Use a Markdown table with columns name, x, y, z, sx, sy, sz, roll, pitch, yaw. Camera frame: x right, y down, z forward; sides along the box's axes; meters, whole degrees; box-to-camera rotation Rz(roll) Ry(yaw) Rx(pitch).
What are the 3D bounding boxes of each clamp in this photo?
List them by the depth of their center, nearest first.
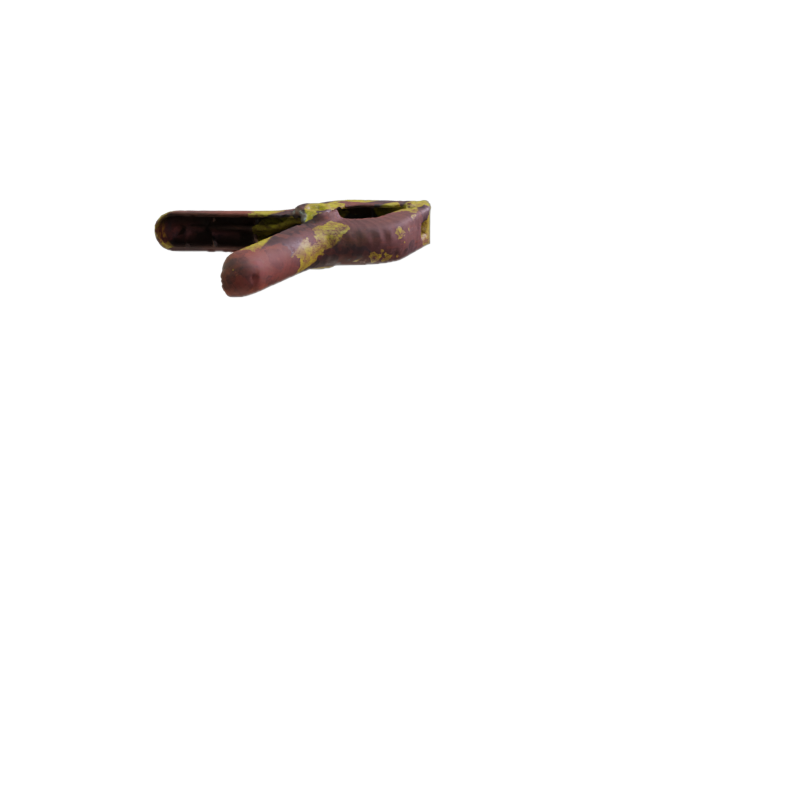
| name | x | y | z | sx | sy | sz | roll | pitch | yaw |
| --- | --- | --- | --- | --- | --- | --- | --- | --- | --- |
| clamp | -0.052 | -0.094 | 0.659 | 0.169 | 0.037 | 0.129 | -10 | 30 | -18 |
